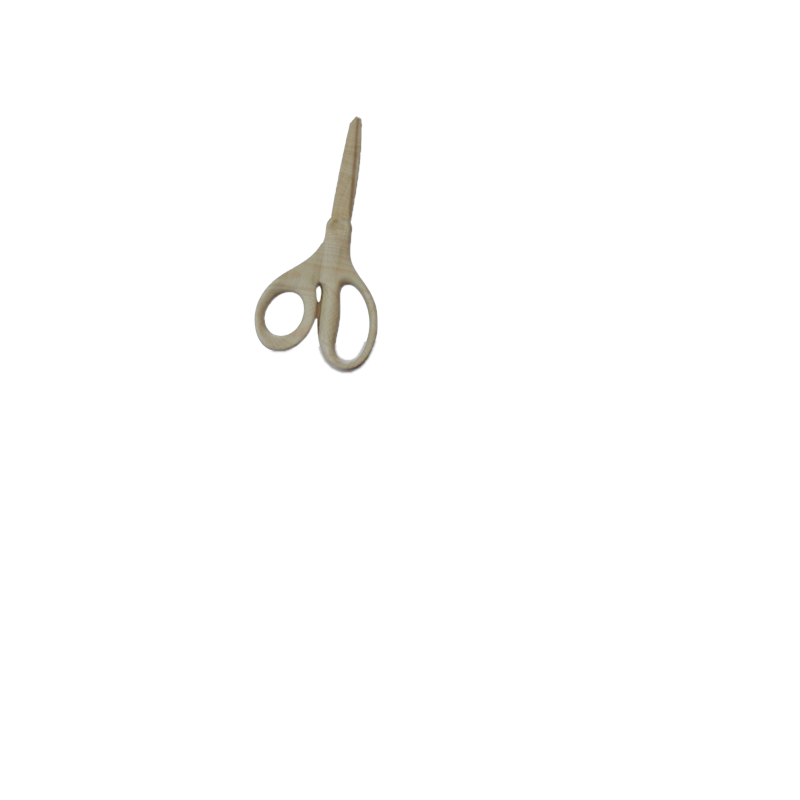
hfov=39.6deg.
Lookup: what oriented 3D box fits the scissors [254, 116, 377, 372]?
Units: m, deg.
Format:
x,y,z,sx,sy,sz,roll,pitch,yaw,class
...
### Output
x,y,z,sx,sy,sz,roll,pitch,yaw,class
-0.063,-0.116,0.811,0.096,0.213,0.015,-7,-23,-3,scissors
